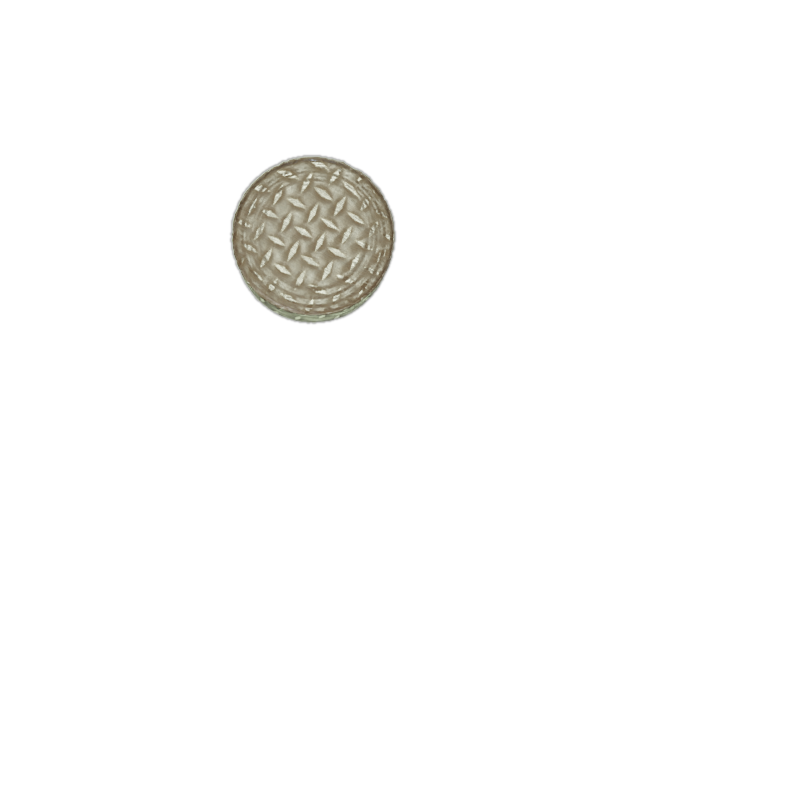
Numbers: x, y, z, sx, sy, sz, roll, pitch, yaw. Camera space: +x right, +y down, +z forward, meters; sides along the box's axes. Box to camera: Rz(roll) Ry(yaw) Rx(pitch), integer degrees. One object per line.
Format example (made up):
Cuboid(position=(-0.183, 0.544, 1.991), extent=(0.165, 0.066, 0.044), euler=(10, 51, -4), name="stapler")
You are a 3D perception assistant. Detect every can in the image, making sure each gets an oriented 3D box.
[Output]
Cuboid(position=(-0.047, -0.085, 0.595), extent=(0.086, 0.089, 0.033), euler=(0, -12, -1), name="can")
